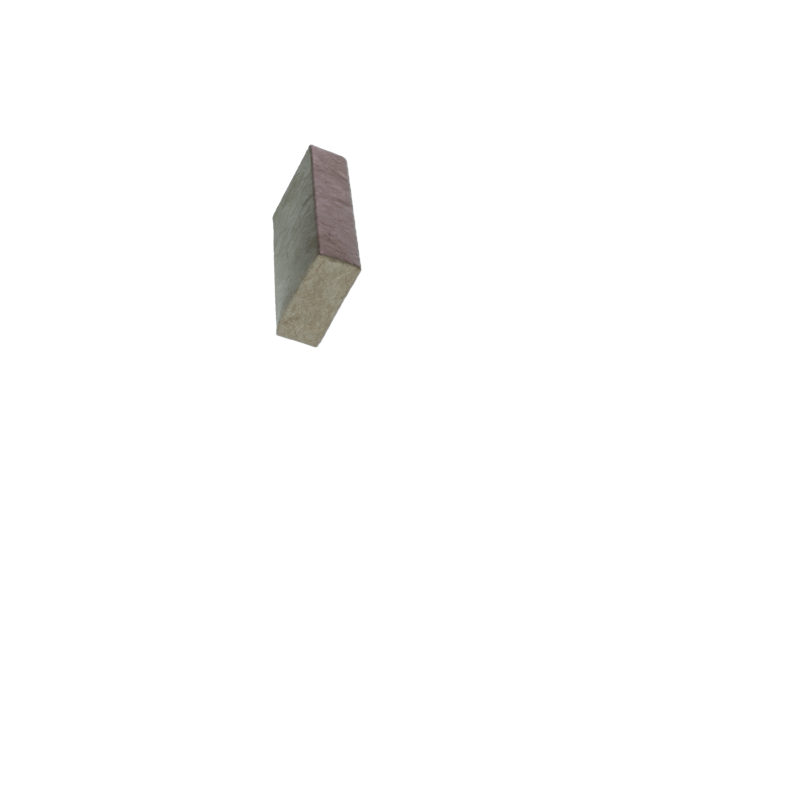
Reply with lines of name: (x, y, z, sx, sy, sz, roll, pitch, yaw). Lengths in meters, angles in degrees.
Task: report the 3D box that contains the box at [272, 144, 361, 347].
box: (-0.076, -0.139, 0.975, 0.046, 0.090, 0.189, 20, 36, -19)
